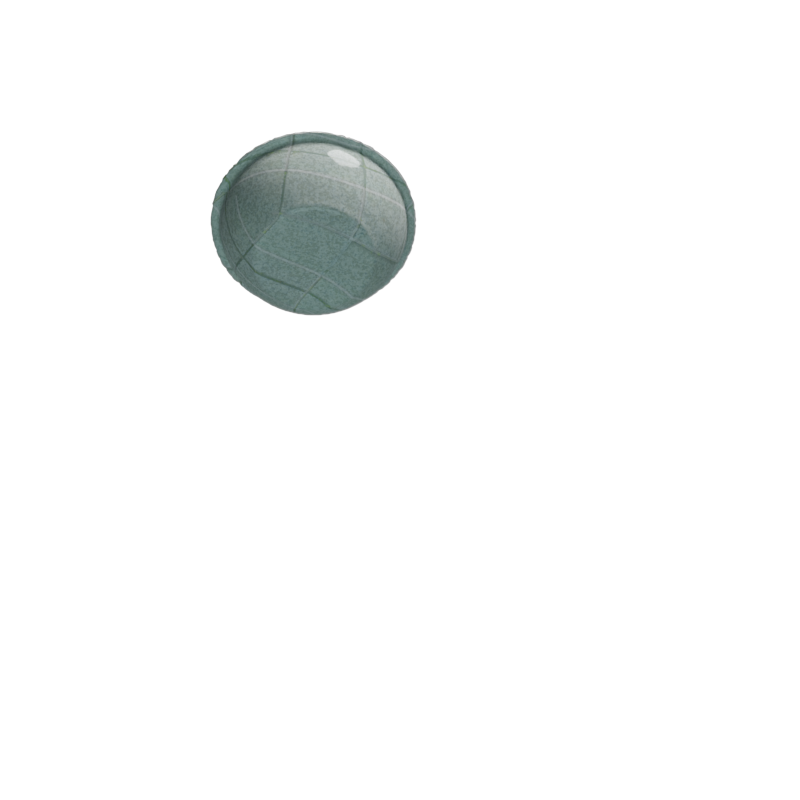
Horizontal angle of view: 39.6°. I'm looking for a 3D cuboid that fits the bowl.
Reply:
[{"bbox_3d":[-0.066,-0.121,0.848,0.162,0.152,0.059,1,33,-1],"label":"bowl"}]
